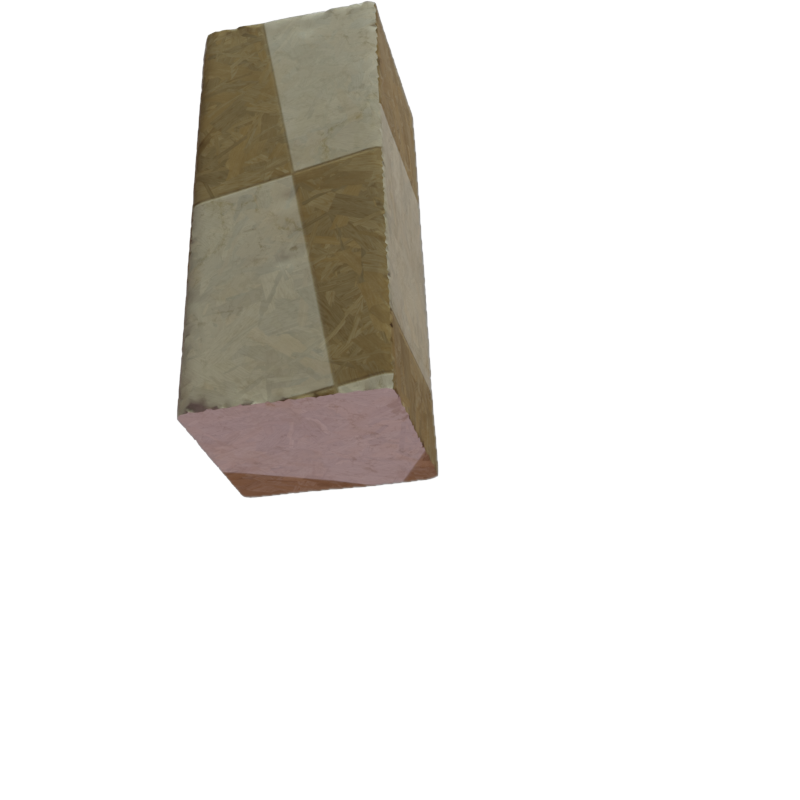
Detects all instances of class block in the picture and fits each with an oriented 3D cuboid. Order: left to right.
[{"bbox_3d":[-0.040,-0.073,0.510,0.091,0.220,0.084,-9,-32,10],"label":"block"}]
